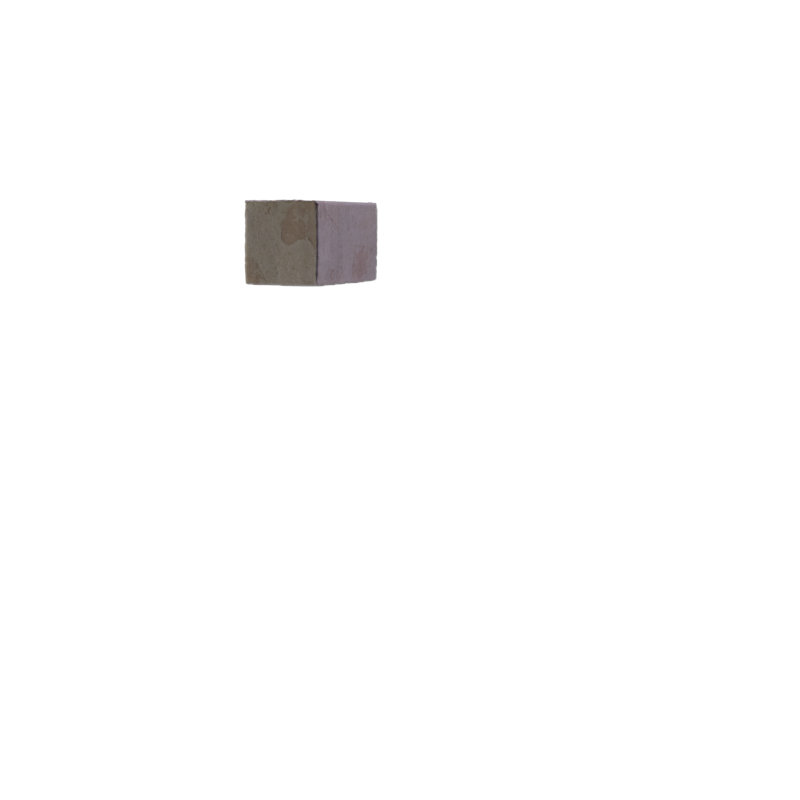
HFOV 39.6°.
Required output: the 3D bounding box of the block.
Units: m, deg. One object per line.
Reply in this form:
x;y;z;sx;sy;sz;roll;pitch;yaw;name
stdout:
-0.054;-0.098;0.685;0.055;0.051;0.076;3;7;27;block
